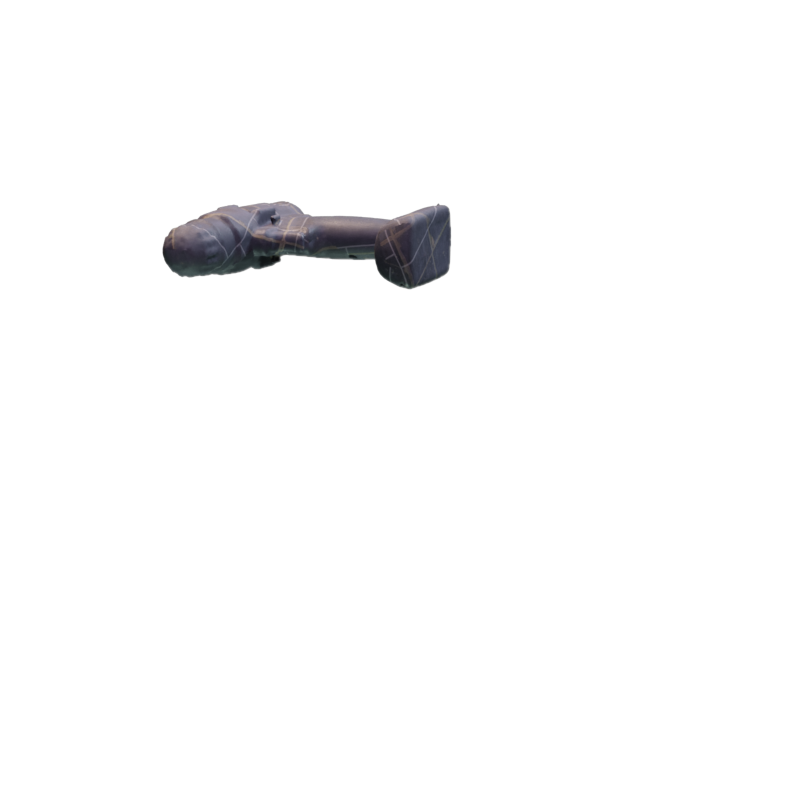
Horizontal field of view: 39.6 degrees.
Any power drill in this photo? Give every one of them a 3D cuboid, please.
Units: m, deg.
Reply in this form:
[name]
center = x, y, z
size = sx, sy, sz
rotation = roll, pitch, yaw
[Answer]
[power drill]
center = -0.067, -0.122, 0.854
size = 0.194, 0.056, 0.184
rotation = 7, 18, 23
